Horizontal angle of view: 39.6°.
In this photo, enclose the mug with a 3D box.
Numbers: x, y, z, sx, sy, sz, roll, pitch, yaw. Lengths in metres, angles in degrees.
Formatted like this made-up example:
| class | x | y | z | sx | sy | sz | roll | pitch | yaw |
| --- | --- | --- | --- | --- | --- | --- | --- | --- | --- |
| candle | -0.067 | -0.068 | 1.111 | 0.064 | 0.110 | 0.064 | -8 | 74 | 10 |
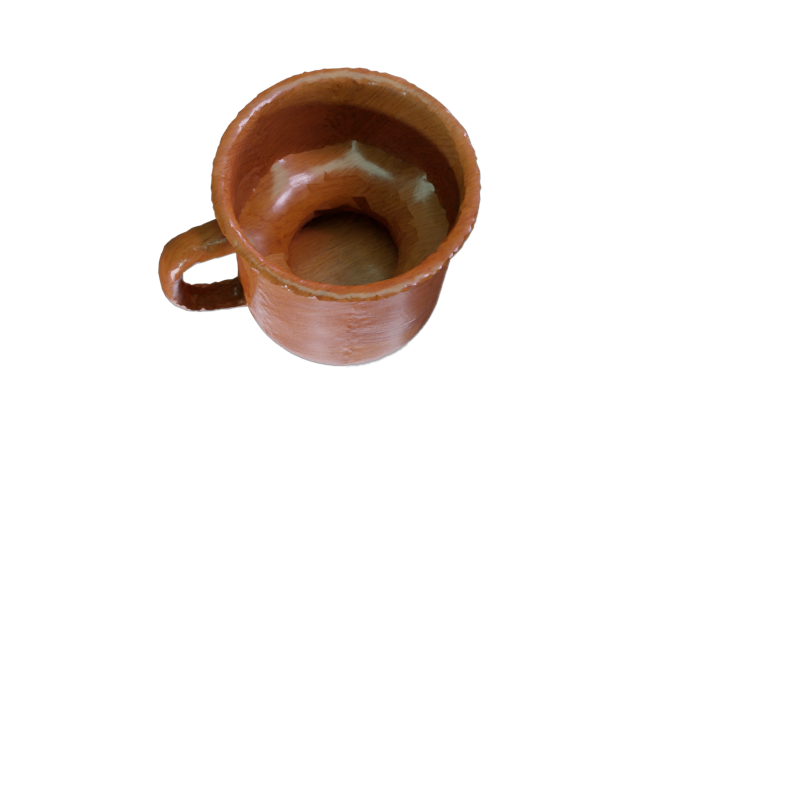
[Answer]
| class | x | y | z | sx | sy | sz | roll | pitch | yaw |
| --- | --- | --- | --- | --- | --- | --- | --- | --- | --- |
| mug | -0.032 | -0.059 | 0.413 | 0.116 | 0.099 | 0.077 | -21 | -21 | -10 |
